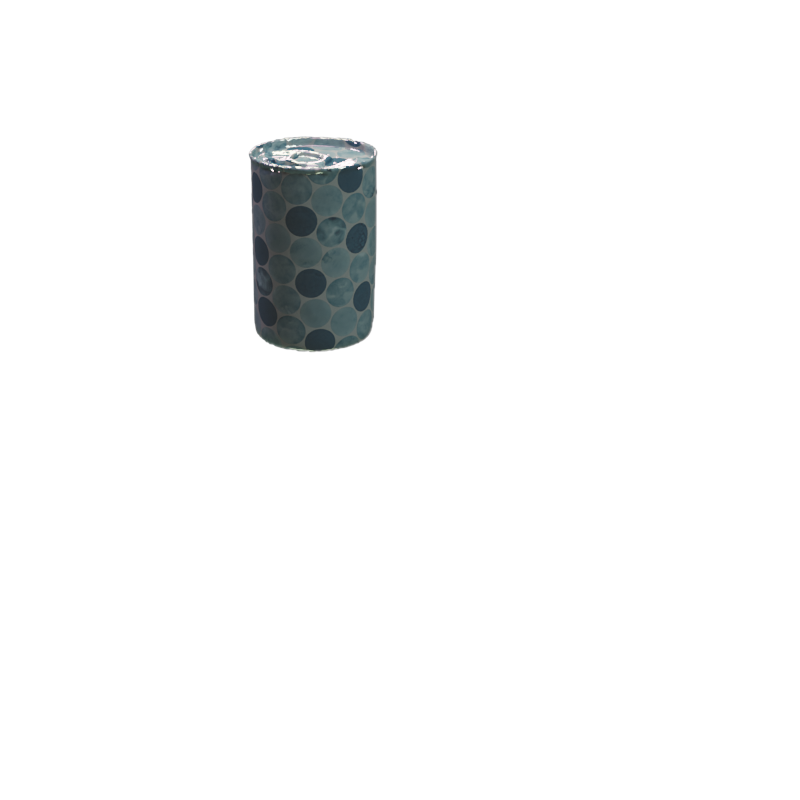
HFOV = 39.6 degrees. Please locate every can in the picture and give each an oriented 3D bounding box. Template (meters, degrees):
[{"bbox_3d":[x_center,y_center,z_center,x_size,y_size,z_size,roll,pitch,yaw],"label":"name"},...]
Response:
[{"bbox_3d":[-0.047,-0.086,0.601,0.068,0.098,0.072,0,22,-2],"label":"can"}]
